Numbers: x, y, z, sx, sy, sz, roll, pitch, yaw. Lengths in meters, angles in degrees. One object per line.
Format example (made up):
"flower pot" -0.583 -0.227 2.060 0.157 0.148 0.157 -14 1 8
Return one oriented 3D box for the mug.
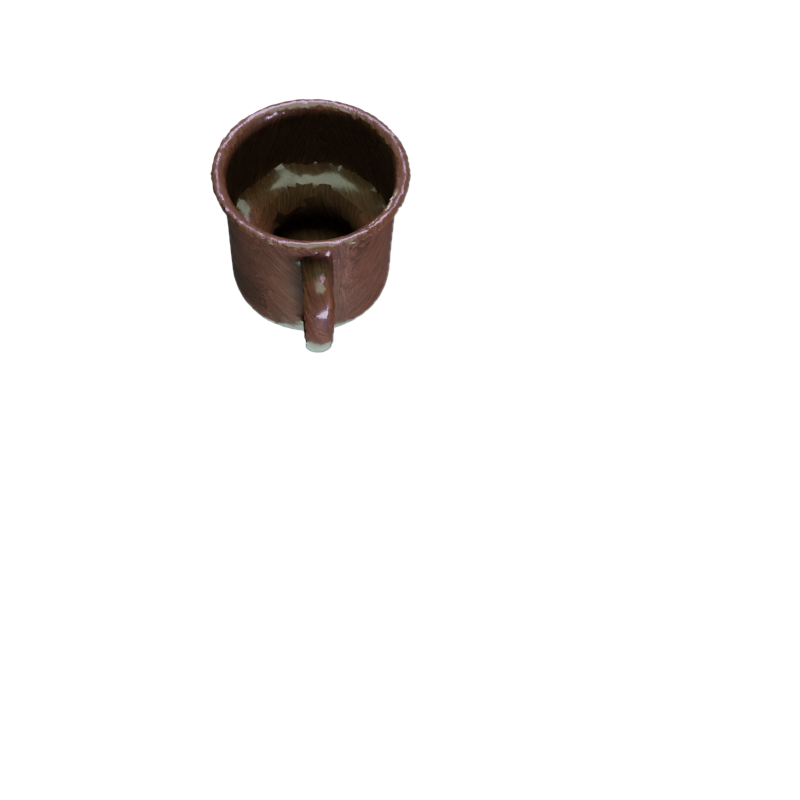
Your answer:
"mug" -0.042 -0.077 0.541 0.093 0.126 0.076 -6 -33 -6
